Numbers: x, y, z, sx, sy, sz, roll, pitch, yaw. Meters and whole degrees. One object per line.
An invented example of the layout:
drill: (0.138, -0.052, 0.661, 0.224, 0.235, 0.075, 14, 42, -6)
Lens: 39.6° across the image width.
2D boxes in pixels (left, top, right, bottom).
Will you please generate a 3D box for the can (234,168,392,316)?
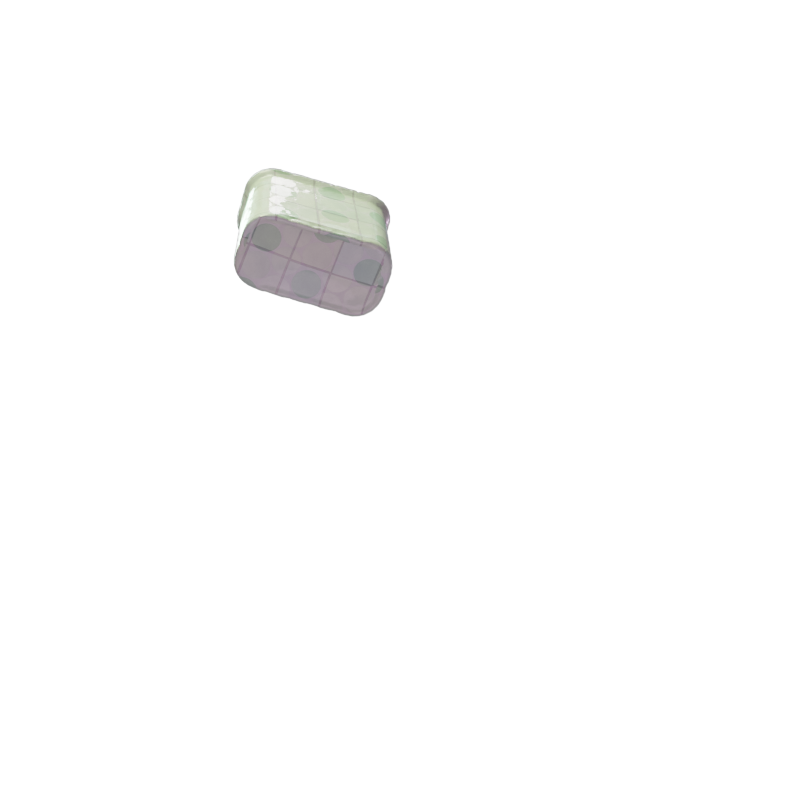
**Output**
can: (-0.056, -0.103, 0.720, 0.100, 0.055, 0.088, 14, 25, -9)
